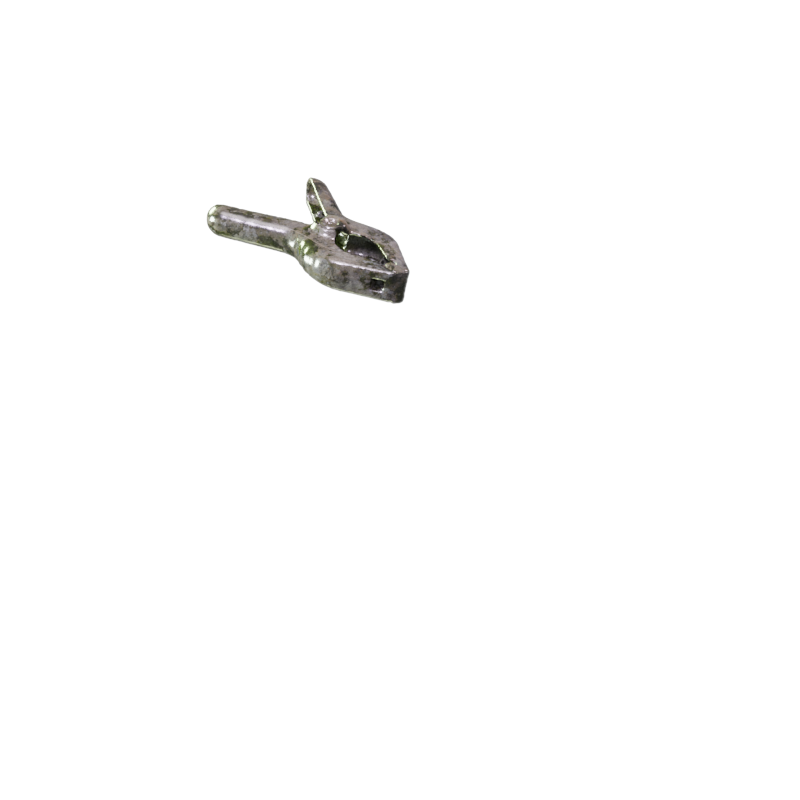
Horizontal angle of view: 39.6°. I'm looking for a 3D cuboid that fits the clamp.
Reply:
[{"bbox_3d":[-0.068,-0.123,0.863,0.119,0.037,0.185,-22,41,-28],"label":"clamp"}]
